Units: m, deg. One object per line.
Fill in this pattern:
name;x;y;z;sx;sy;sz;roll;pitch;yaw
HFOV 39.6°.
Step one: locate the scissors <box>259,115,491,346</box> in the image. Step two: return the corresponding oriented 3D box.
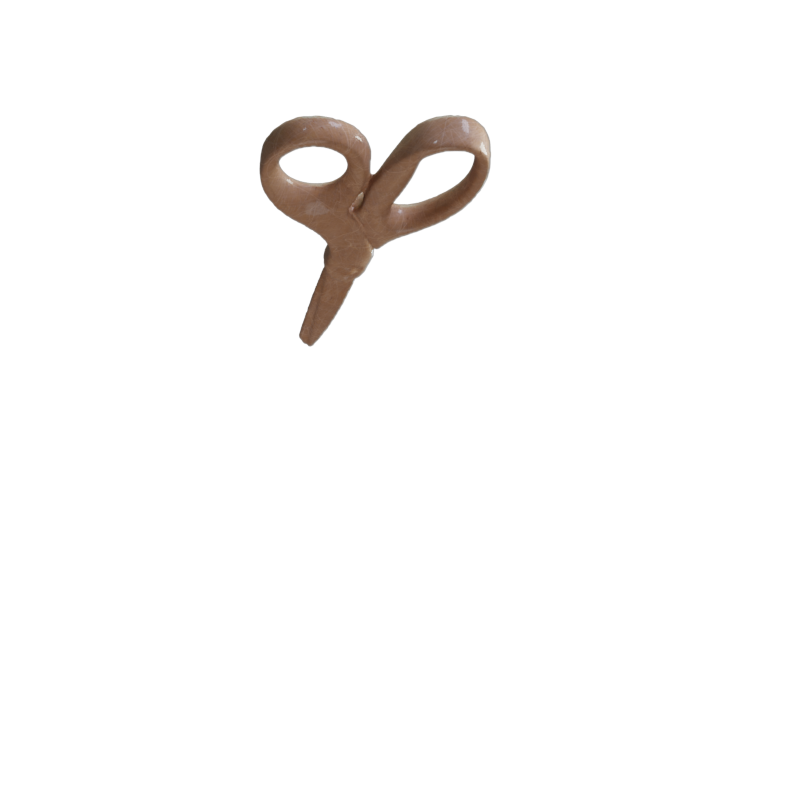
scissors;-0.037;-0.068;0.477;0.092;0.017;0.199;12;-25;-27
